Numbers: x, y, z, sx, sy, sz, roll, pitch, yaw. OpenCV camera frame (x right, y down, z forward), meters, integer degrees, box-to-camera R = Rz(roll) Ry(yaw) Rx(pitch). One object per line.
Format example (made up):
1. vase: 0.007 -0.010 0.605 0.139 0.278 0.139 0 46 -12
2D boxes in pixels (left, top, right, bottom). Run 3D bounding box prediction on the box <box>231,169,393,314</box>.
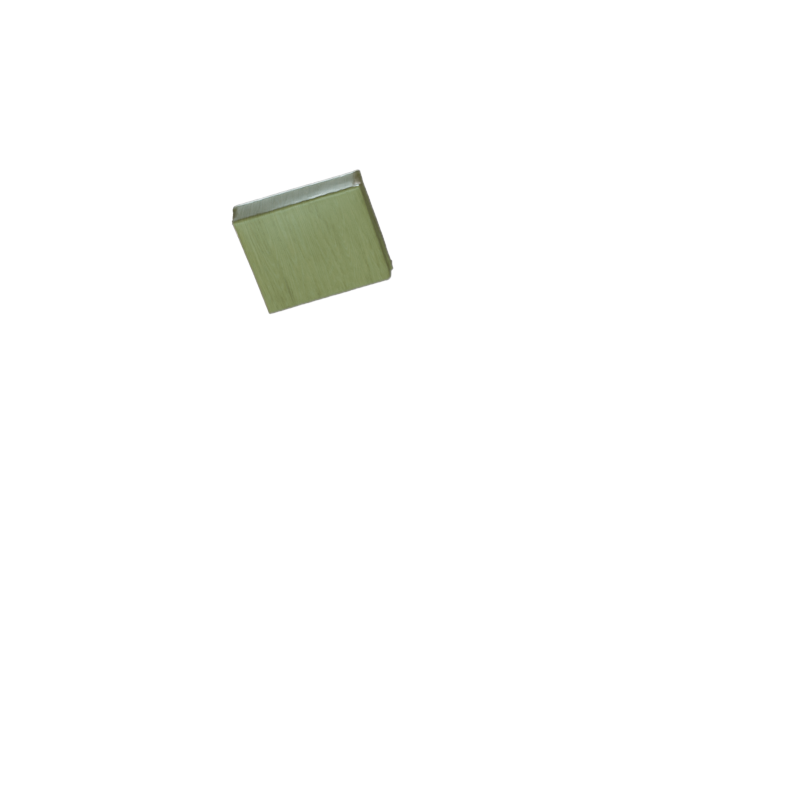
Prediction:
1. box: -0.057 -0.104 0.730 0.090 0.068 0.032 -16 29 8
